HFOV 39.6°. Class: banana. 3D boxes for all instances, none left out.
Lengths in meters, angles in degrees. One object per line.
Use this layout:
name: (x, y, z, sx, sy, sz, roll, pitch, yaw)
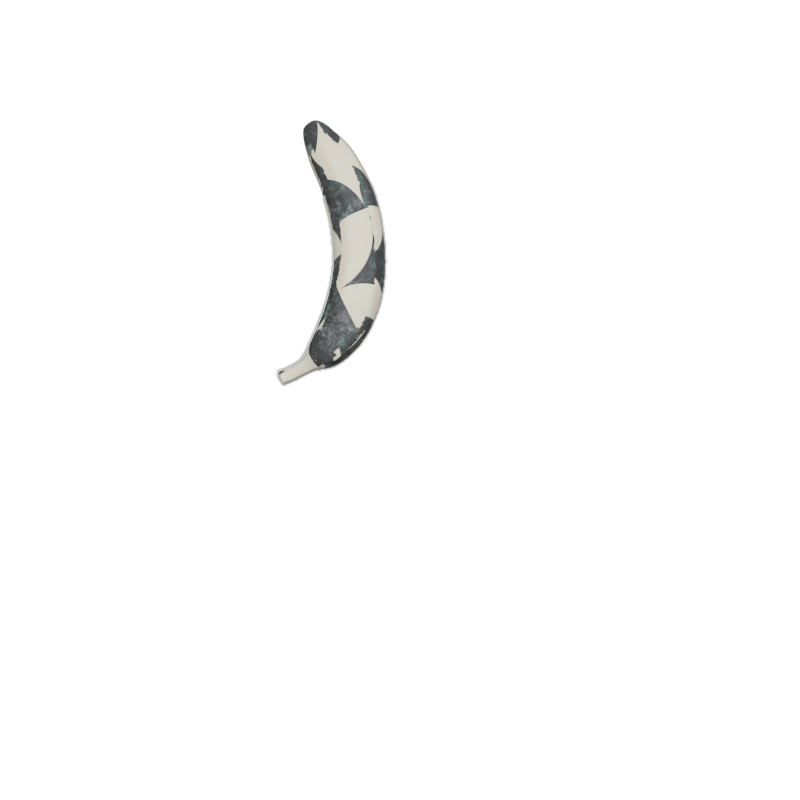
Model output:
banana: (-0.044, -0.108, 0.793, 0.070, 0.205, 0.035, 5, -16, 0)
